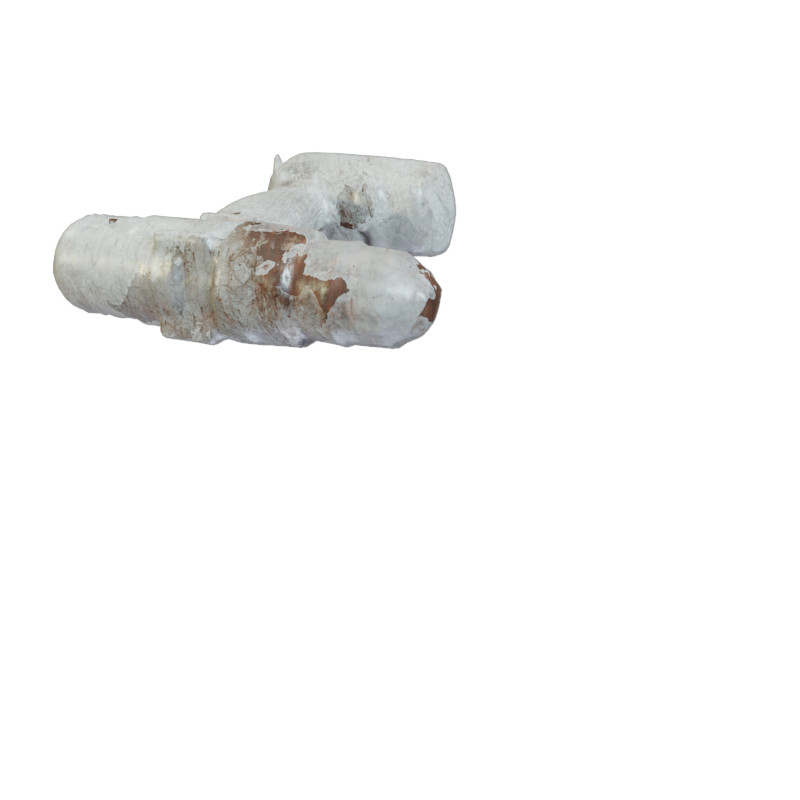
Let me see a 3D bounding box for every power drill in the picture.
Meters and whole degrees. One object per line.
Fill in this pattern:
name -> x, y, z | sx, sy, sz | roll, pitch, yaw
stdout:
power drill -> -0.042, -0.076, 0.531 | 0.192, 0.055, 0.188 | 10, 23, 25
